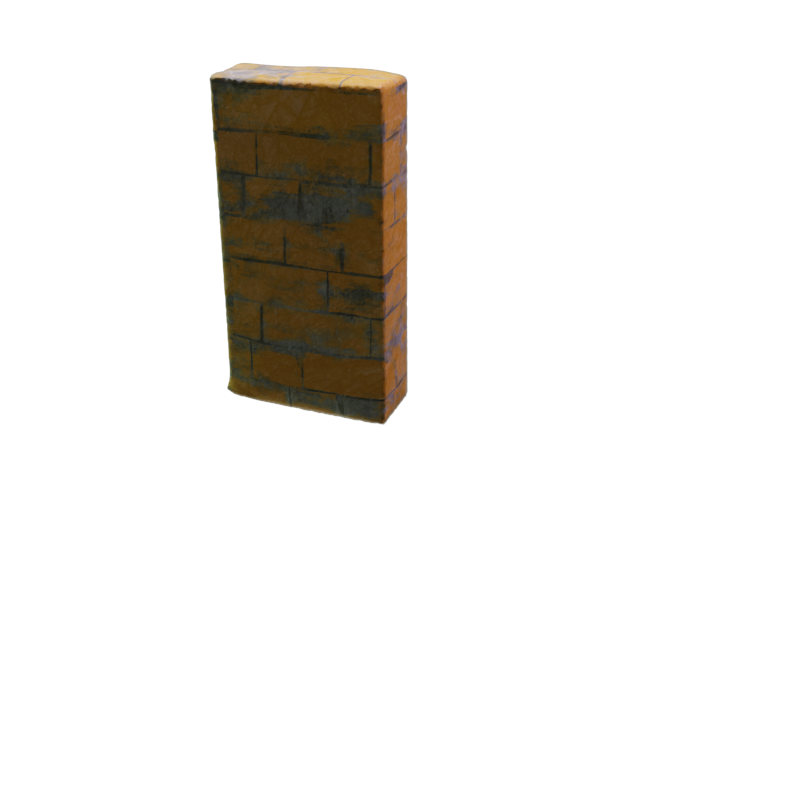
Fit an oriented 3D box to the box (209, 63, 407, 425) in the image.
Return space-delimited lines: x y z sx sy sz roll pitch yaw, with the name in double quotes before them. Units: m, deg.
"box" -0.044 -0.081 0.568 0.097 0.169 0.048 9 21 21
